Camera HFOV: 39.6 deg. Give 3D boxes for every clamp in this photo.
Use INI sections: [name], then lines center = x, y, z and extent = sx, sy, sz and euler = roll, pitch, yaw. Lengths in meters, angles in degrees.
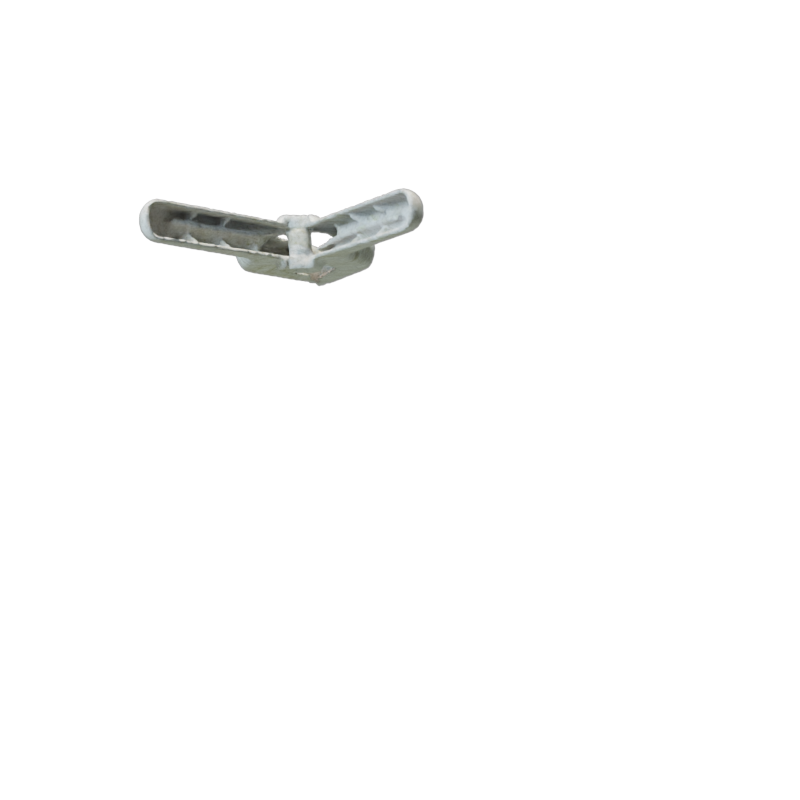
[clamp]
center = -0.056, -0.103, 0.720
extent = 0.167, 0.037, 0.203
euler = -1, -3, 11
